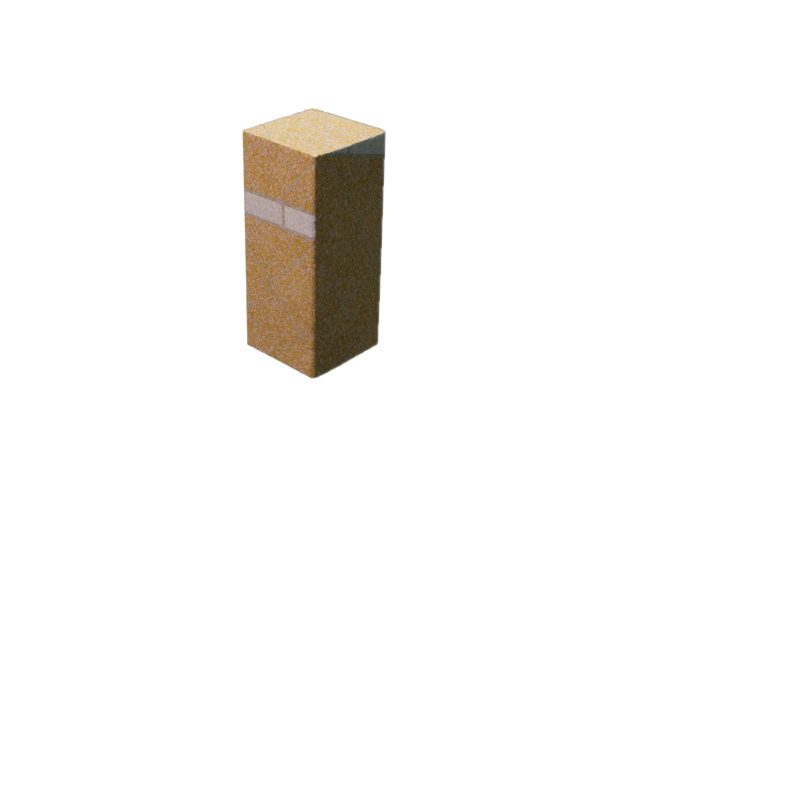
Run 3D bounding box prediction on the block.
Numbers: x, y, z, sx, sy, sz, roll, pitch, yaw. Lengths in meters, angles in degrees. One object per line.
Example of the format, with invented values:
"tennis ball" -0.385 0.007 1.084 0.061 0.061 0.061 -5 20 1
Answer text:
"block" -0.075 -0.139 0.972 0.096 0.195 0.090 24 34 36
